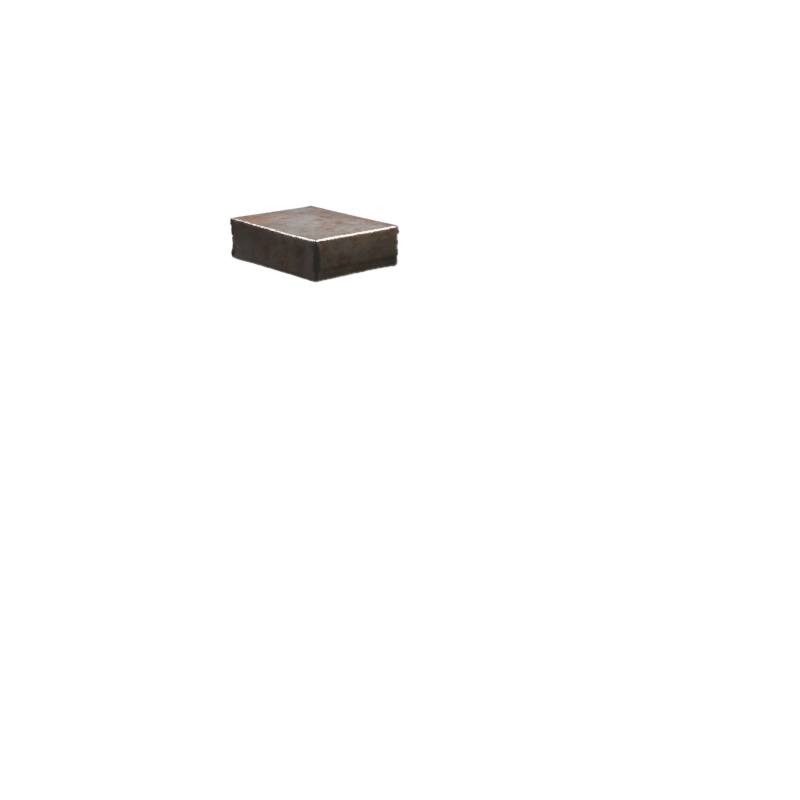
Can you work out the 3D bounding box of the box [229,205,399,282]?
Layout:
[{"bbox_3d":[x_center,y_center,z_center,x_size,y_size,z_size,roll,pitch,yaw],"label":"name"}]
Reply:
[{"bbox_3d":[-0.071,-0.129,0.906,0.088,0.038,0.120,-15,23,-40],"label":"box"}]
